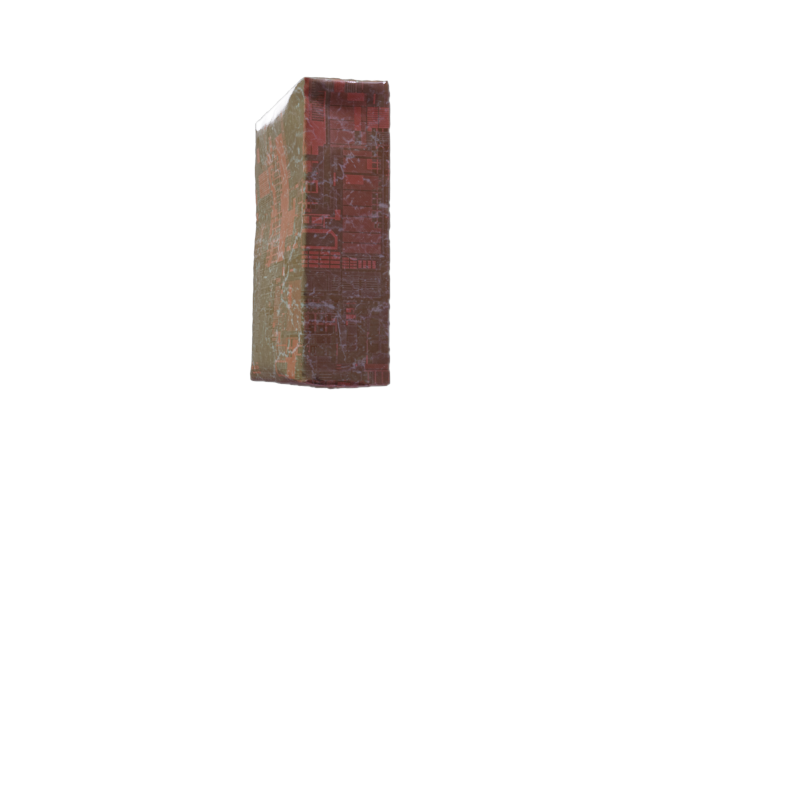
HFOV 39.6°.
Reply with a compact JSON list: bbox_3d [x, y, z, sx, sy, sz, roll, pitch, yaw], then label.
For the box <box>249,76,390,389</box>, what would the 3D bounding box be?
[{"bbox_3d":[-0.065,-0.118,0.827,0.070,0.216,0.166,1,-3,-19],"label":"box"}]
